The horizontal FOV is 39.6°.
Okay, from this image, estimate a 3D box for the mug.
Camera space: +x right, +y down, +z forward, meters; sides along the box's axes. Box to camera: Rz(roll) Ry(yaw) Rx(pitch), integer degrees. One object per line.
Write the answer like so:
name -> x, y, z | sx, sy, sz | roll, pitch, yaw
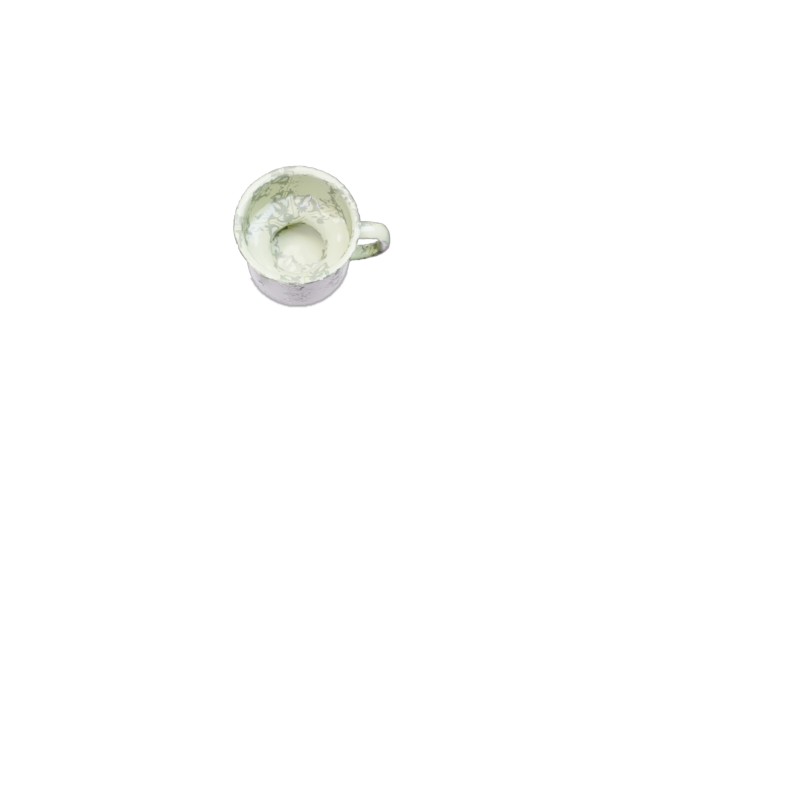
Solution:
mug -> -0.066, -0.121, 0.846 | 0.117, 0.097, 0.078 | -4, -17, -3
